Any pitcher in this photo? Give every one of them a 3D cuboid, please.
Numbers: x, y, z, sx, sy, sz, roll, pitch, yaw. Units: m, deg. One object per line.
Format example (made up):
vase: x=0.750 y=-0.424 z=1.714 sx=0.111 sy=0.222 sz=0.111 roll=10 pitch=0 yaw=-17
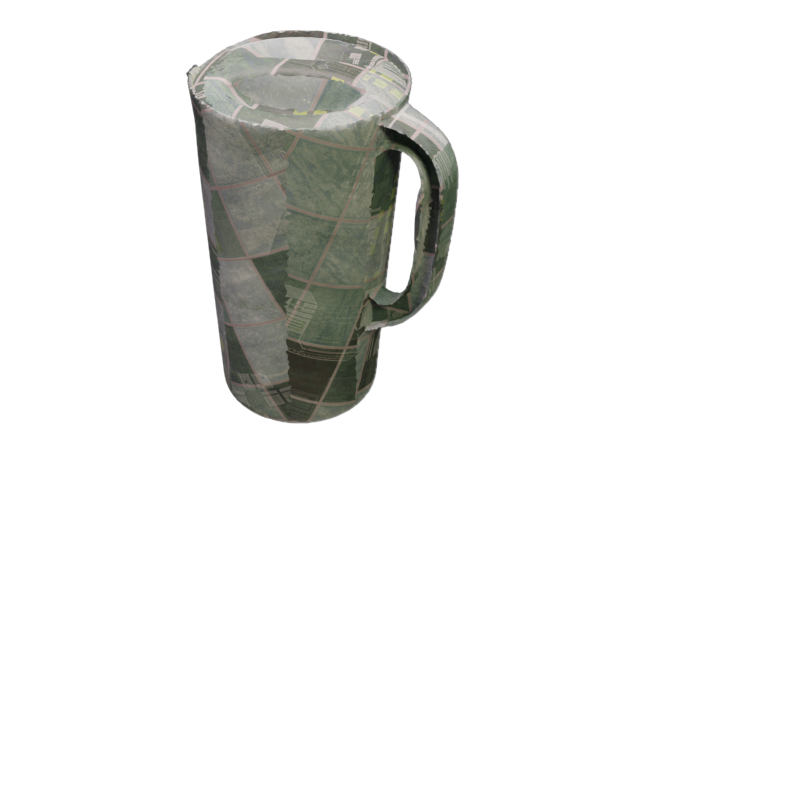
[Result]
pitcher: x=-0.056 y=-0.102 z=0.713 sx=0.143 sy=0.227 sz=0.161 roll=-7 pitch=39 yaw=-12
